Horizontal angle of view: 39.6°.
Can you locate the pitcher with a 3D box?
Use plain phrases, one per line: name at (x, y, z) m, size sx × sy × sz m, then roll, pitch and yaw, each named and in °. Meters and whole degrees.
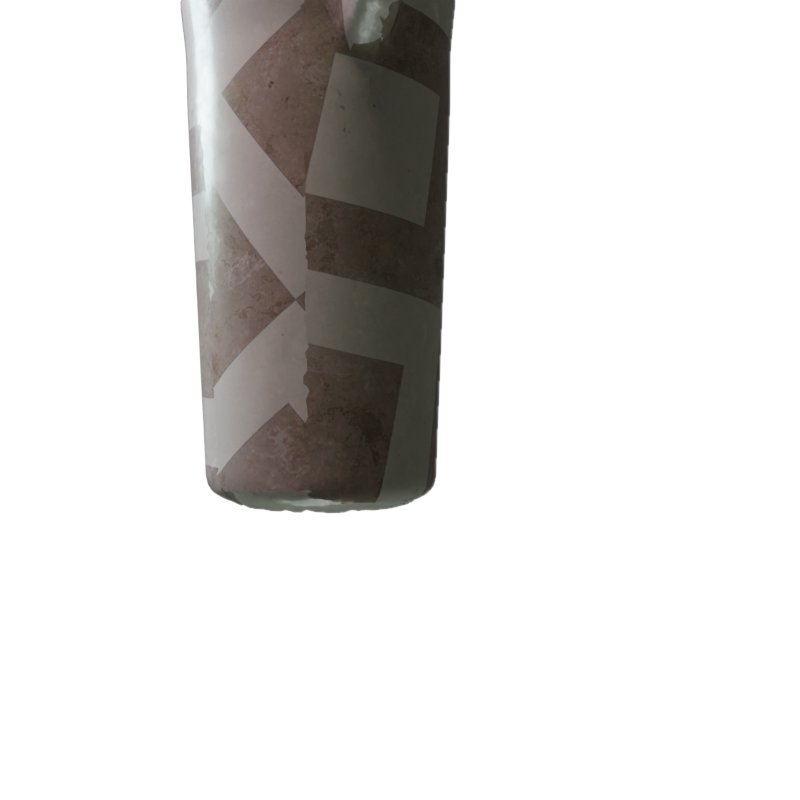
pitcher at (-0.042, -0.077, 0.540) m, size 0.149 × 0.246 × 0.144 m, roll -1°, pitch -3°, yaw 22°
